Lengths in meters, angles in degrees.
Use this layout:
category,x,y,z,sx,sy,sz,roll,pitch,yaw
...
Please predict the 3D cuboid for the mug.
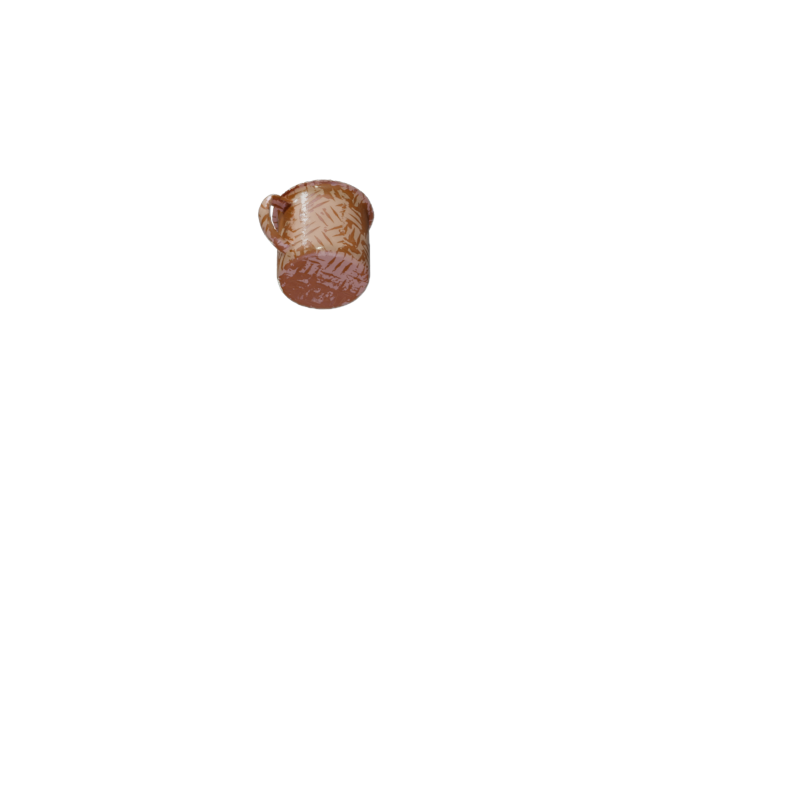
category,x,y,z,sx,sy,sz,roll,pitch,yaw
mug,-0.077,-0.140,0.978,0.110,0.087,0.092,31,-49,-34
